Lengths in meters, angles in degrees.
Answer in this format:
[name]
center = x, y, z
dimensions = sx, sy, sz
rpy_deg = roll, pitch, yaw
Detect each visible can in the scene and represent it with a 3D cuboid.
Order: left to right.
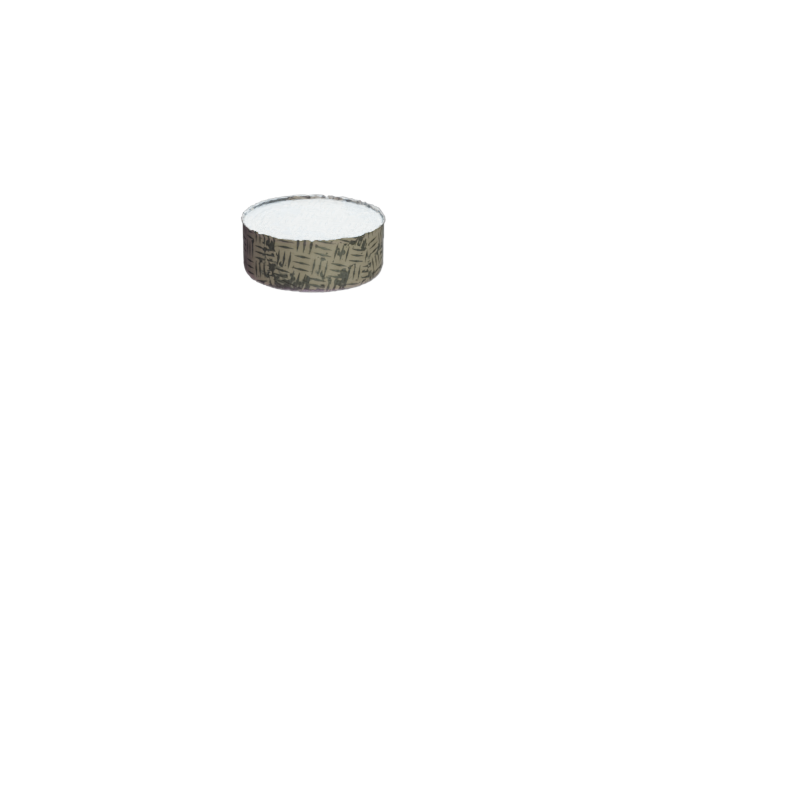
[can]
center = -0.052, -0.095, 0.664
dimensions = 0.086, 0.032, 0.090
rpy_deg = -1, 26, -2
